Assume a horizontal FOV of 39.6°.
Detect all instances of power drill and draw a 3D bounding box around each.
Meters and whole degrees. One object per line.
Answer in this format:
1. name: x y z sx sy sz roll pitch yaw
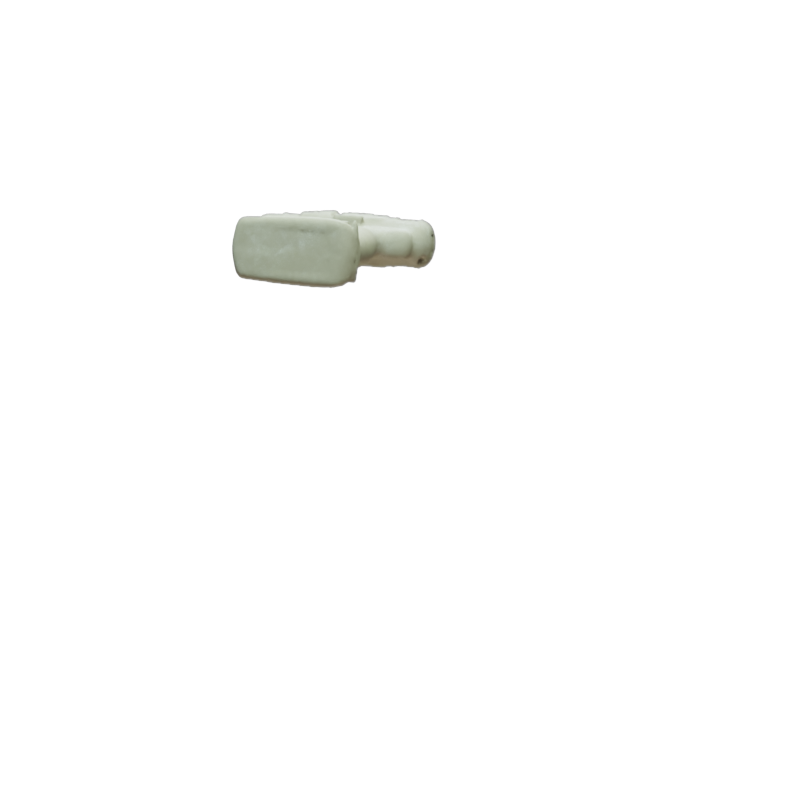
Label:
1. power drill: -0.077 -0.141 0.988 0.189 0.056 0.187 4 13 19
